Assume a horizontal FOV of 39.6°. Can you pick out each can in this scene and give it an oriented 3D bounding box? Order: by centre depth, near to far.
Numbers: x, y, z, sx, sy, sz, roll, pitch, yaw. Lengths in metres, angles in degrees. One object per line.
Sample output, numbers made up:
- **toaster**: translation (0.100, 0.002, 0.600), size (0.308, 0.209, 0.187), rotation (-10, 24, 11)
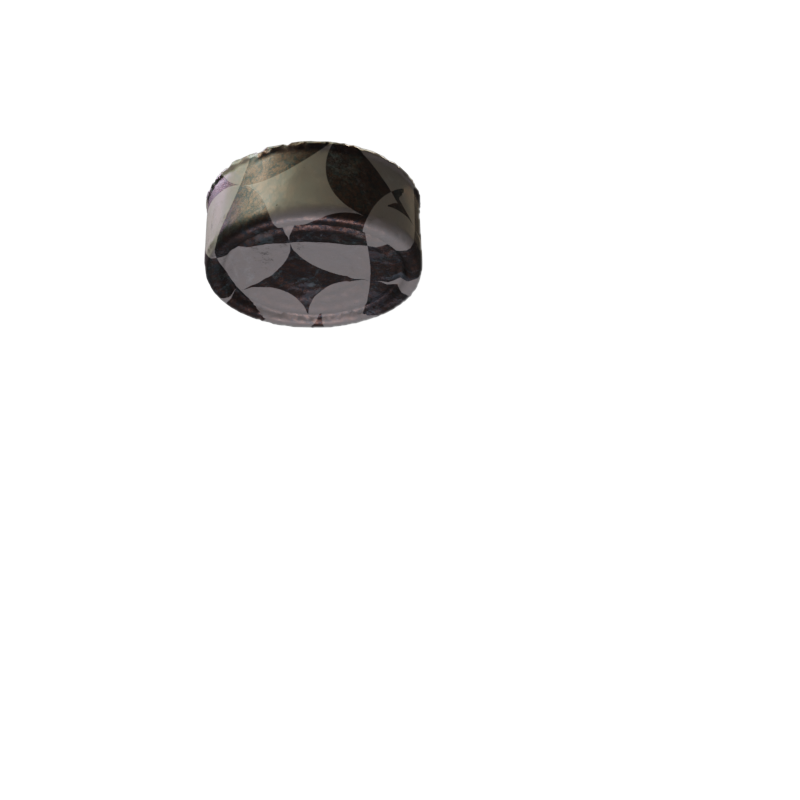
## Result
- **can**: translation (-0.034, -0.062, 0.435), size (0.086, 0.036, 0.081), rotation (1, -28, -2)
